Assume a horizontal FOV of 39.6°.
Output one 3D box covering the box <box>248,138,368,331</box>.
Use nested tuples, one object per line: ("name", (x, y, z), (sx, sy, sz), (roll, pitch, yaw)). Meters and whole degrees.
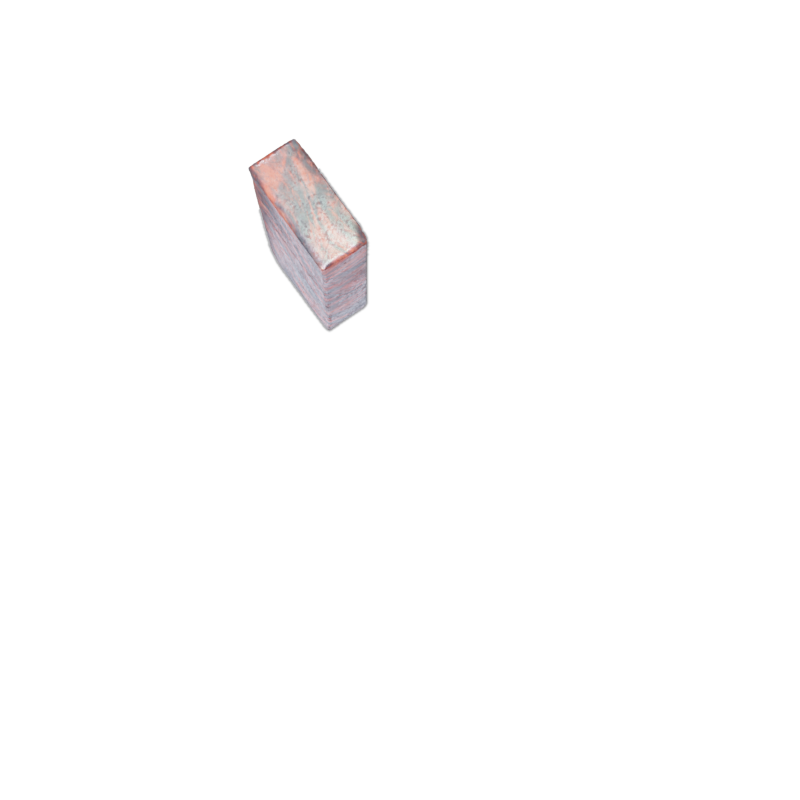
("box", (-0.064, -0.118, 0.828), (0.048, 0.097, 0.170), (-33, -9, -10))
